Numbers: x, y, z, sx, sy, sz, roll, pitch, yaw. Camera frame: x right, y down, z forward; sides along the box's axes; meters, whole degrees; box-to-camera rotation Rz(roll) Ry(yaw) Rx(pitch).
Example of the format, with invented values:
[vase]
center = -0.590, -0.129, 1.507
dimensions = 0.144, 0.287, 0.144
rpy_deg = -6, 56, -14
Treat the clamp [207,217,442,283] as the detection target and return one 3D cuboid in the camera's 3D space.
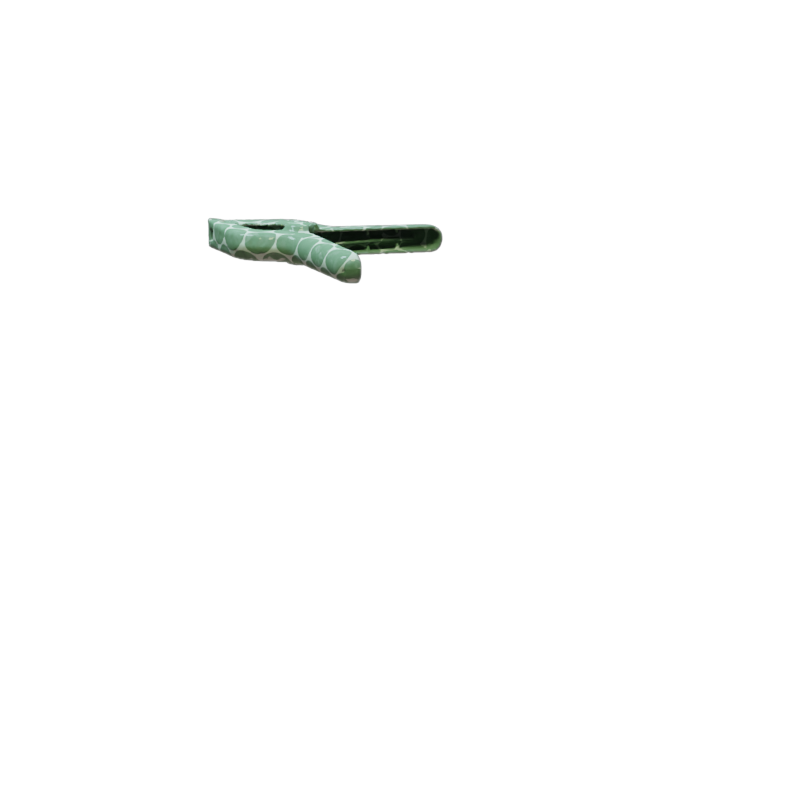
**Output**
[clamp]
center = -0.077, -0.141, 0.990
dimensions = 0.220, 0.035, 0.162
rpy_deg = 12, 21, 34
